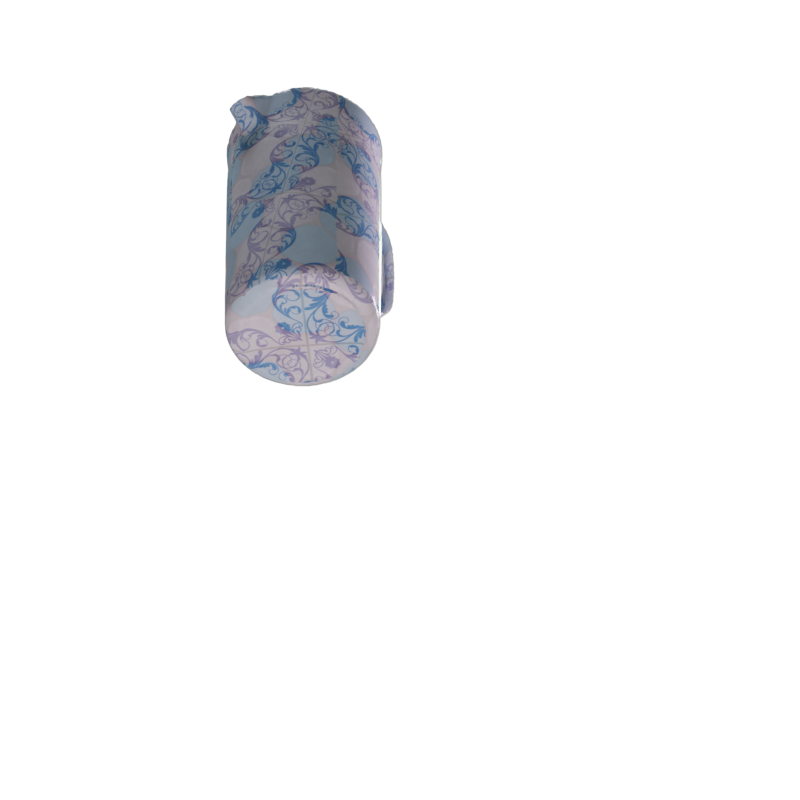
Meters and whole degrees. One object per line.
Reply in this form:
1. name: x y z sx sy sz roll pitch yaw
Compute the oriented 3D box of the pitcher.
1. pitcher: -0.067 -0.123 0.860 0.148 0.136 0.261 3 40 -6
